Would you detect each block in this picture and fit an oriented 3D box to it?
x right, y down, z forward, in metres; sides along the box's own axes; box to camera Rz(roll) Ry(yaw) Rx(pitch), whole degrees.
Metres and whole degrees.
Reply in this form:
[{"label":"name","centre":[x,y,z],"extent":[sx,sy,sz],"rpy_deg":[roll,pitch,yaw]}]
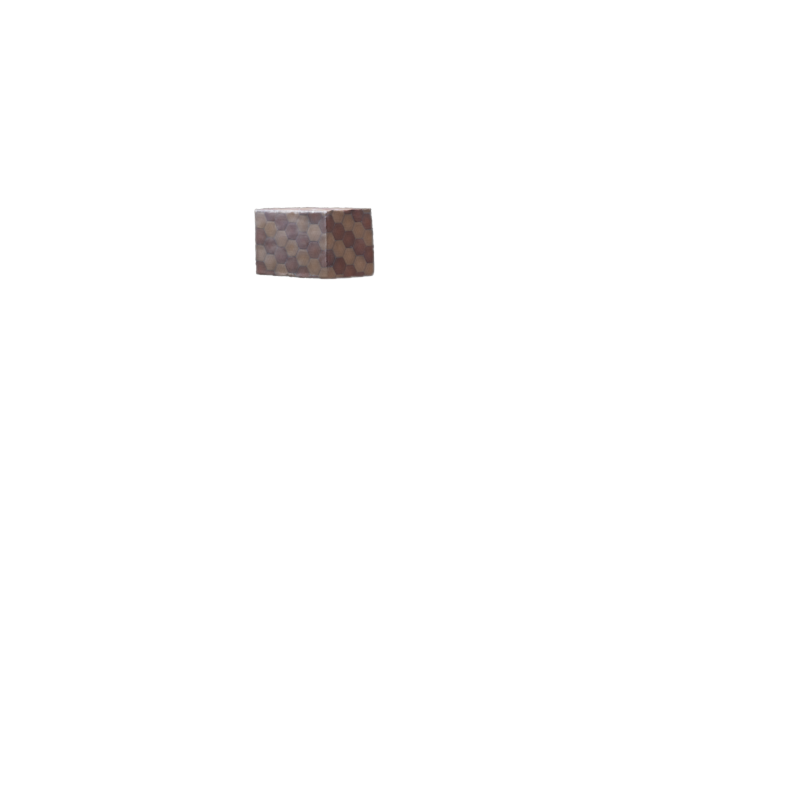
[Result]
[{"label":"block","centre":[-0.065,-0.119,0.835],"extent":[0.081,0.051,0.051],"rpy_deg":[7,10,39]}]
